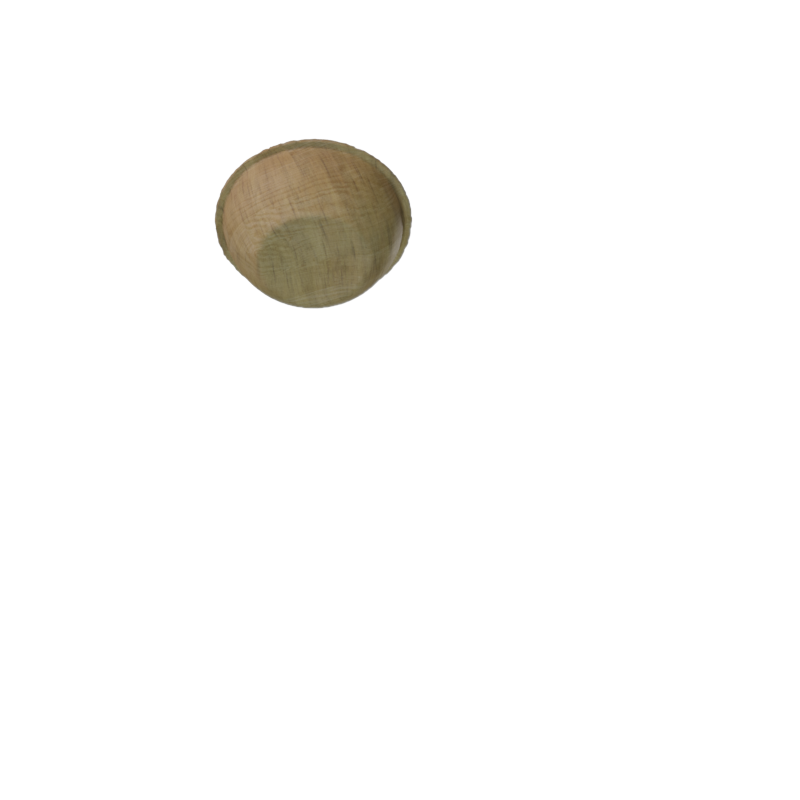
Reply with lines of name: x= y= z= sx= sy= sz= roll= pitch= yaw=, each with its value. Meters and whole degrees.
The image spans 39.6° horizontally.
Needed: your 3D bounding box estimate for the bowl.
bowl: x=-0.070 y=-0.127 z=0.888 sx=0.162 sy=0.151 sz=0.059 roll=1 pitch=39 yaw=-1
